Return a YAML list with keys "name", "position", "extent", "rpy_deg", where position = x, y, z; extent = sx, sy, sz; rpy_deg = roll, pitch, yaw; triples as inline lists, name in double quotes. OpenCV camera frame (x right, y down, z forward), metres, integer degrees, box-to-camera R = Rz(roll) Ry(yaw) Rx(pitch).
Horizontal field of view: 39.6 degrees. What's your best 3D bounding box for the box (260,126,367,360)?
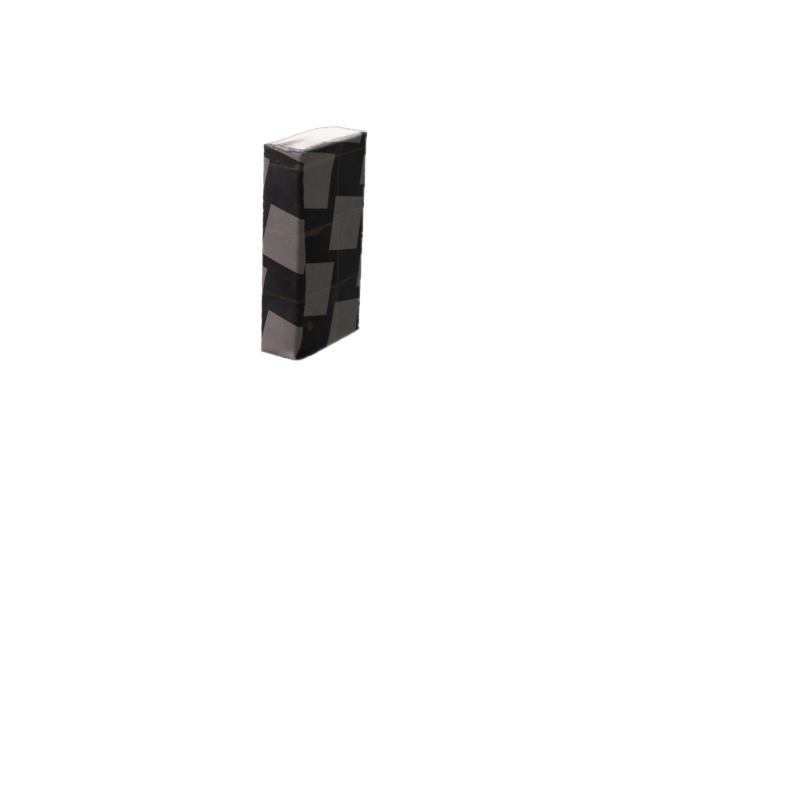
- name: "box"
  position: [-0.071, -0.129, 0.902]
  extent: [0.050, 0.169, 0.093]
  rpy_deg: [12, 22, 30]
